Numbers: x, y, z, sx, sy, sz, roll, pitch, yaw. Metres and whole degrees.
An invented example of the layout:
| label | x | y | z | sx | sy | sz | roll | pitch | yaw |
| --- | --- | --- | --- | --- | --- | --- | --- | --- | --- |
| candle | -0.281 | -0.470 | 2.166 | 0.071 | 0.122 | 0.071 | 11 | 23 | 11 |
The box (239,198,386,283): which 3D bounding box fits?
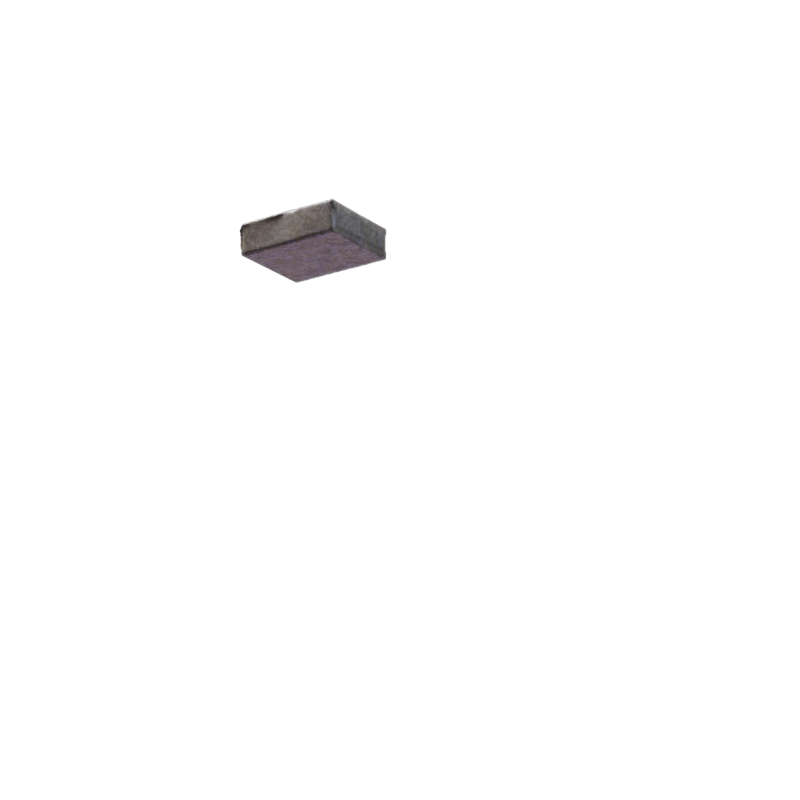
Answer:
| label | x | y | z | sx | sy | sz | roll | pitch | yaw |
| --- | --- | --- | --- | --- | --- | --- | --- | --- | --- |
| box | -0.067 | -0.121 | 0.851 | 0.091 | 0.031 | 0.069 | -10 | -18 | 32 |
